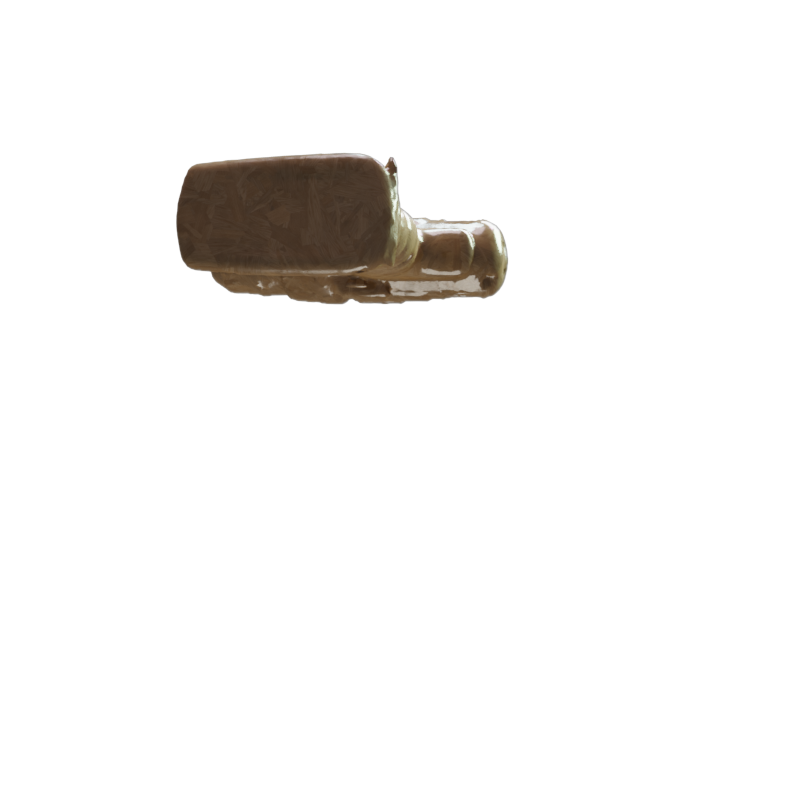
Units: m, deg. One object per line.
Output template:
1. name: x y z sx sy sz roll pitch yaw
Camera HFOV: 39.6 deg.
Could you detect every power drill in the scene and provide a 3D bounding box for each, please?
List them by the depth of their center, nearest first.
1. power drill: -0.047 -0.086 0.599 0.188 0.058 0.182 0 0 18
